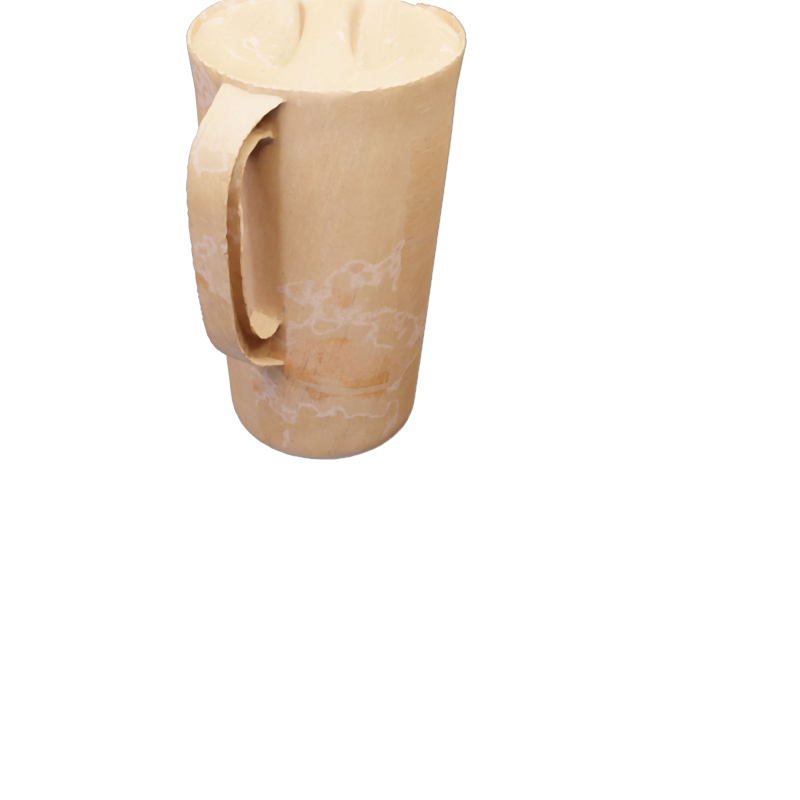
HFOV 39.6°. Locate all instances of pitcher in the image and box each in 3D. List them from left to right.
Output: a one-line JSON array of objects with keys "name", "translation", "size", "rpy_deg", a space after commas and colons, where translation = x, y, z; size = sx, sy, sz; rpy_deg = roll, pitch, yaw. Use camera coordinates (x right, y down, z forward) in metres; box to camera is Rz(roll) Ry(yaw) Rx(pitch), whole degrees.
[{"name": "pitcher", "translation": [-0.046, -0.083, 0.583], "size": [0.147, 0.227, 0.157], "rpy_deg": [-10, 38, -16]}]
